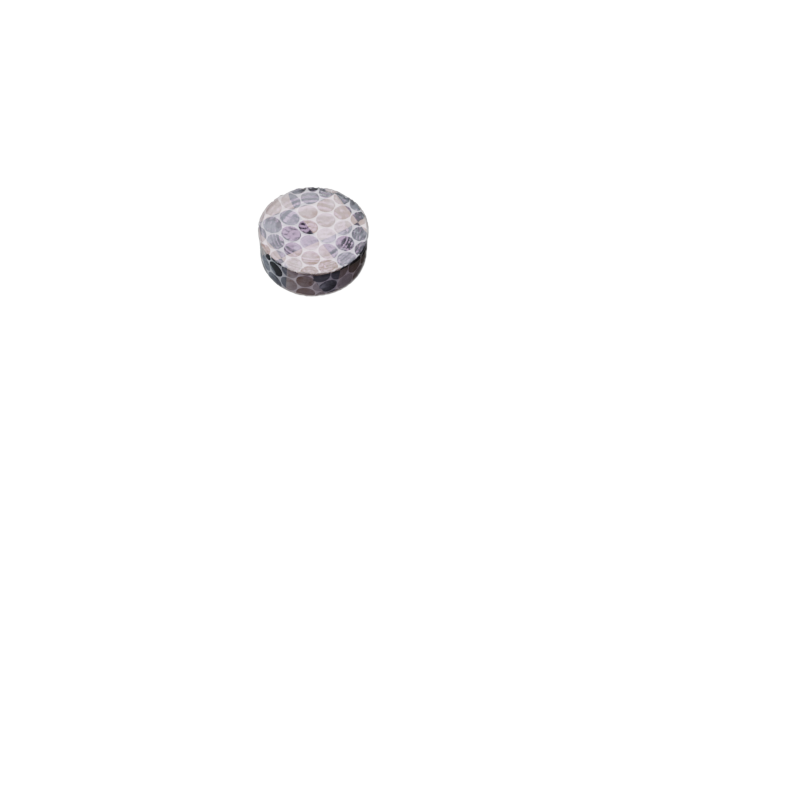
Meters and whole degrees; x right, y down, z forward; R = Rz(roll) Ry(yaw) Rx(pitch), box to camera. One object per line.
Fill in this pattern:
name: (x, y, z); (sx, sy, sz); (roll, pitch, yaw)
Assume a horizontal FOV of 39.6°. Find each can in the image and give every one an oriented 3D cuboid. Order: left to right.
can: (-0.068, -0.124, 0.869); (0.086, 0.092, 0.031); (-1, -35, -1)
